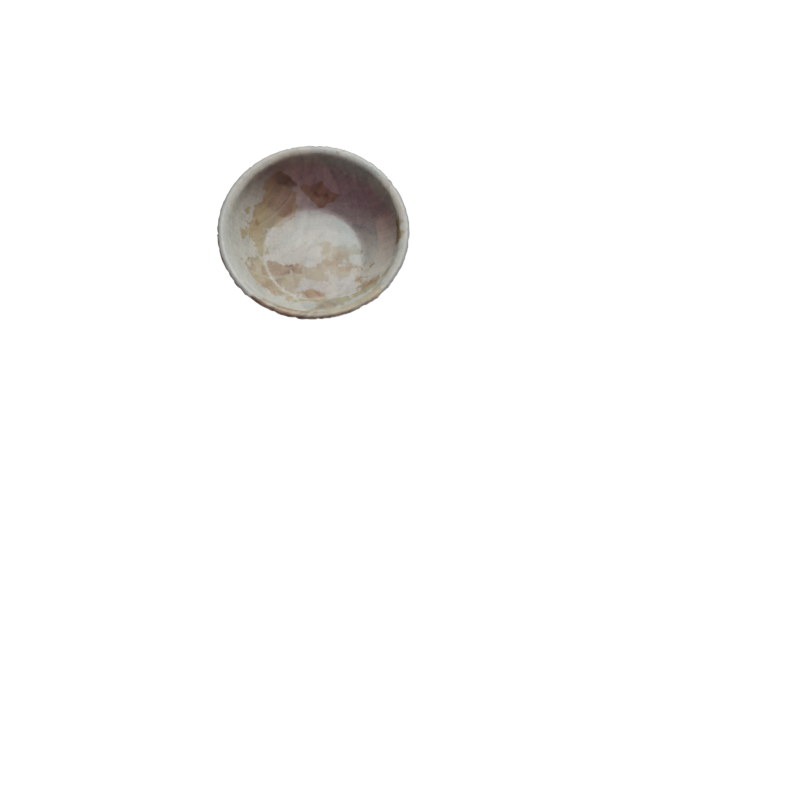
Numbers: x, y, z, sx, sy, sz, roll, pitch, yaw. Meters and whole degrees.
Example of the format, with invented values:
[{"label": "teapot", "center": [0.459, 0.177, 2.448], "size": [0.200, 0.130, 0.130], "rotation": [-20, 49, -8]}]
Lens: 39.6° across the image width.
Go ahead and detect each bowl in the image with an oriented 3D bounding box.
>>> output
[{"label": "bowl", "center": [-0.075, -0.136, 0.953], "size": [0.162, 0.171, 0.052], "rotation": [-1, -23, -1]}]
